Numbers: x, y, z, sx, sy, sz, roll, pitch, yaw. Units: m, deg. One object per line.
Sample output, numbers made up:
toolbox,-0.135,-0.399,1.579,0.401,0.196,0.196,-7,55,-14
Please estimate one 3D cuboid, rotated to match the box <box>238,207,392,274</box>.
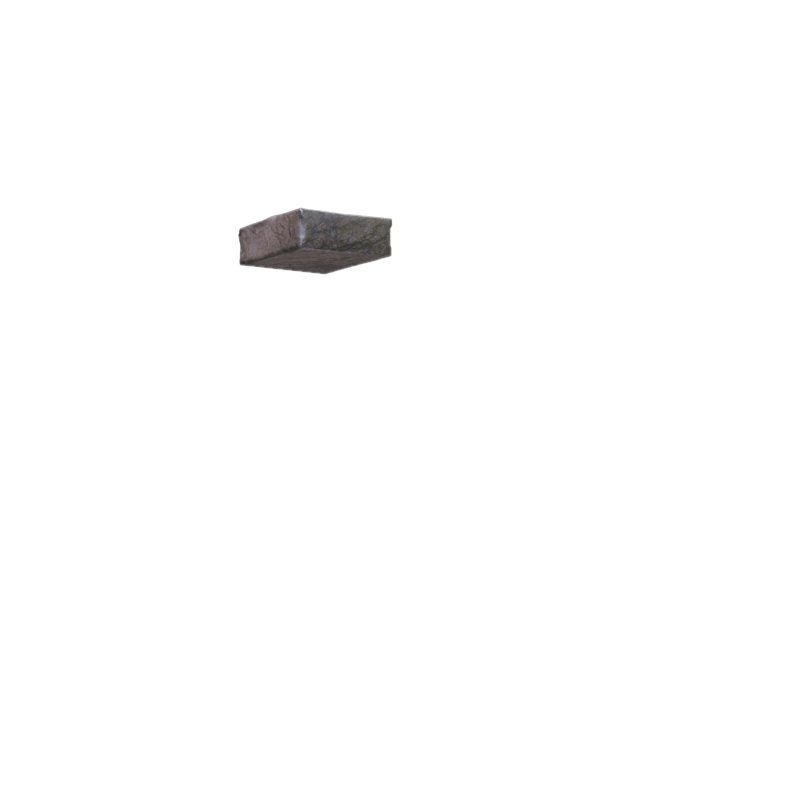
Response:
box,-0.060,-0.109,0.765,0.070,0.031,0.091,2,-3,-33
